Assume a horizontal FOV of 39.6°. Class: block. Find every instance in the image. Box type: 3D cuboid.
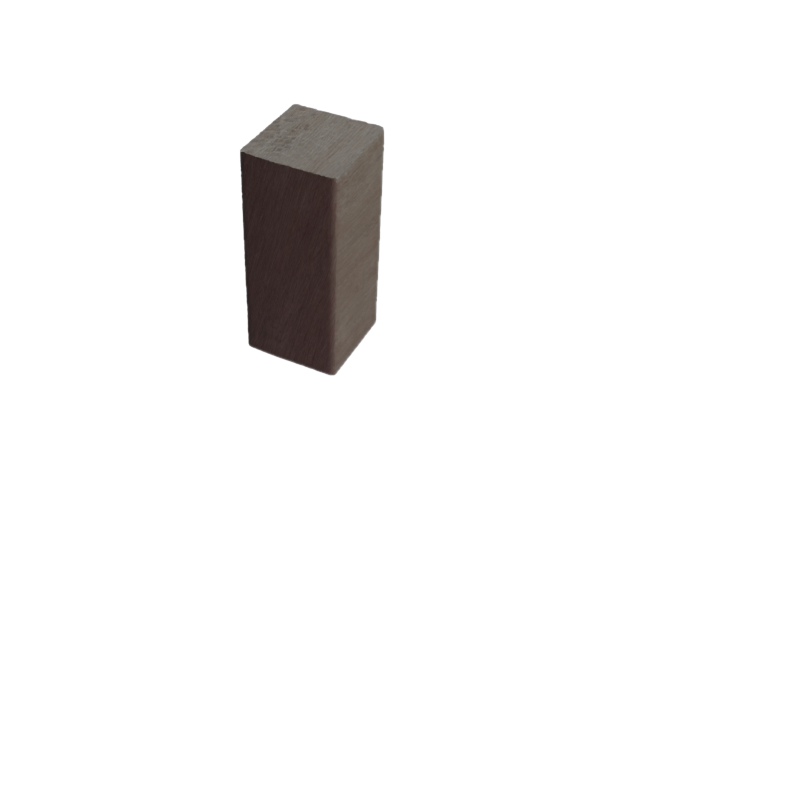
[{"bbox_3d":[-0.074,-0.135,0.951,0.094,0.192,0.093,19,42,19],"label":"block"}]
